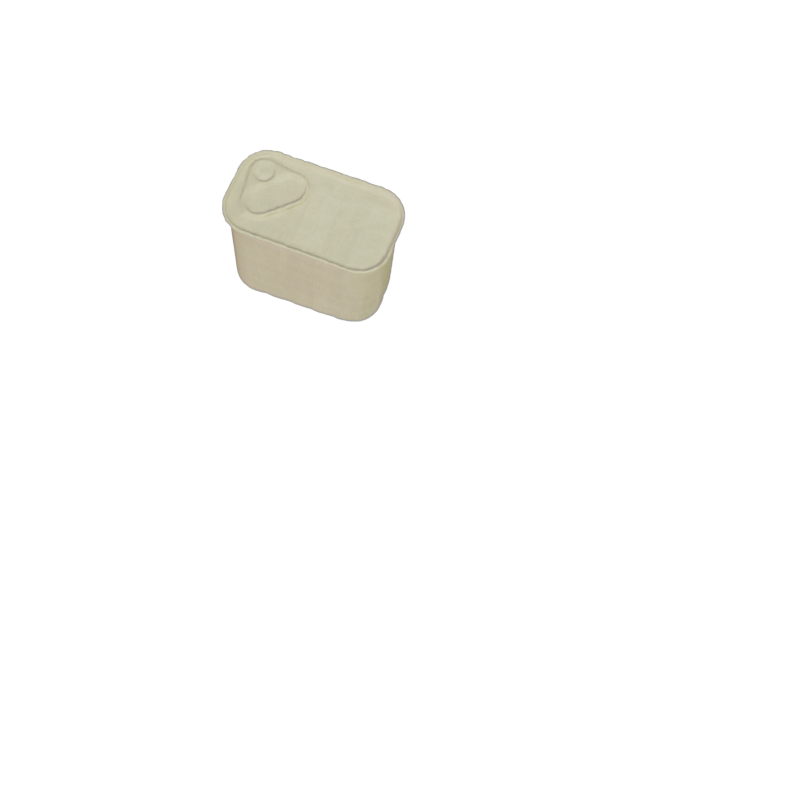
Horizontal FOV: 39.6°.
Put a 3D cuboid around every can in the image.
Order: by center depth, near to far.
[{"bbox_3d":[-0.052,-0.095,0.666,0.104,0.060,0.079,20,-21,7],"label":"can"}]
